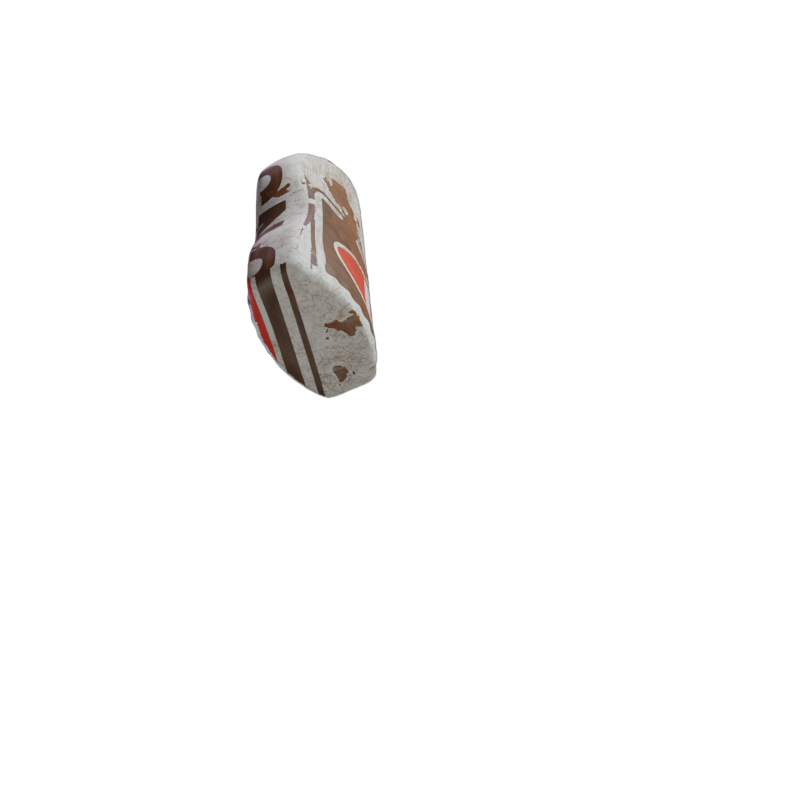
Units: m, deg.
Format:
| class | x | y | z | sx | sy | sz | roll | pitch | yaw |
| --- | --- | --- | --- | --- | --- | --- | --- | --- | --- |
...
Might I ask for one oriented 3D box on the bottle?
| class | x | y | z | sx | sy | sz | roll | pitch | yaw |
| --- | --- | --- | --- | --- | --- | --- | --- | --- | --- |
| bottle | -0.053 | -0.096 | 0.676 | 0.058 | 0.089 | 0.205 | -26 | 35 | 15 |
